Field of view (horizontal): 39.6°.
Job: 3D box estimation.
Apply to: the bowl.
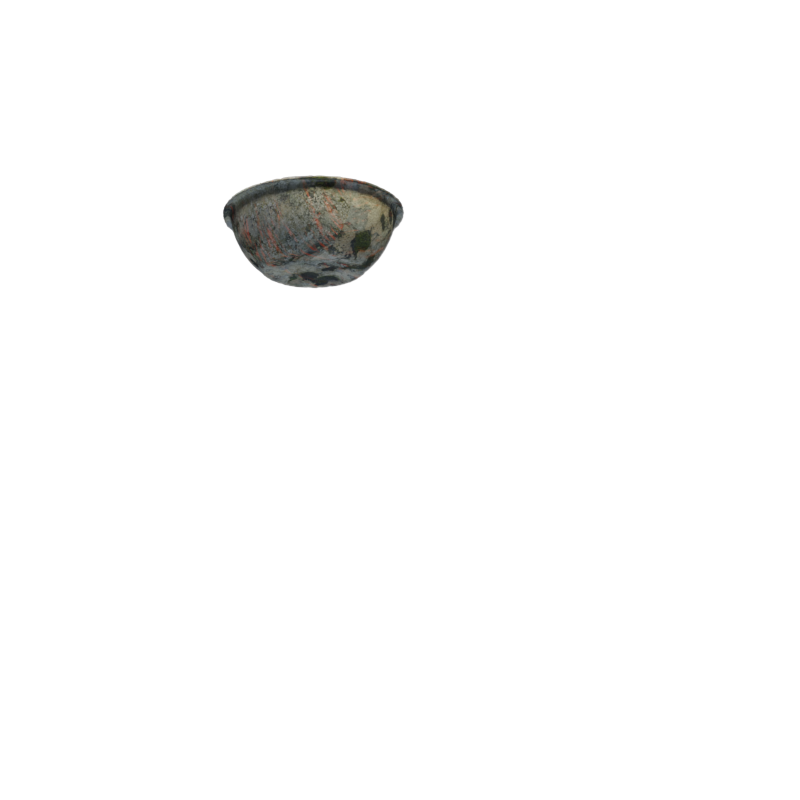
[{"bbox_3d":[-0.077,-0.140,0.979,0.162,0.057,0.155,0,-16,-2],"label":"bowl"}]
